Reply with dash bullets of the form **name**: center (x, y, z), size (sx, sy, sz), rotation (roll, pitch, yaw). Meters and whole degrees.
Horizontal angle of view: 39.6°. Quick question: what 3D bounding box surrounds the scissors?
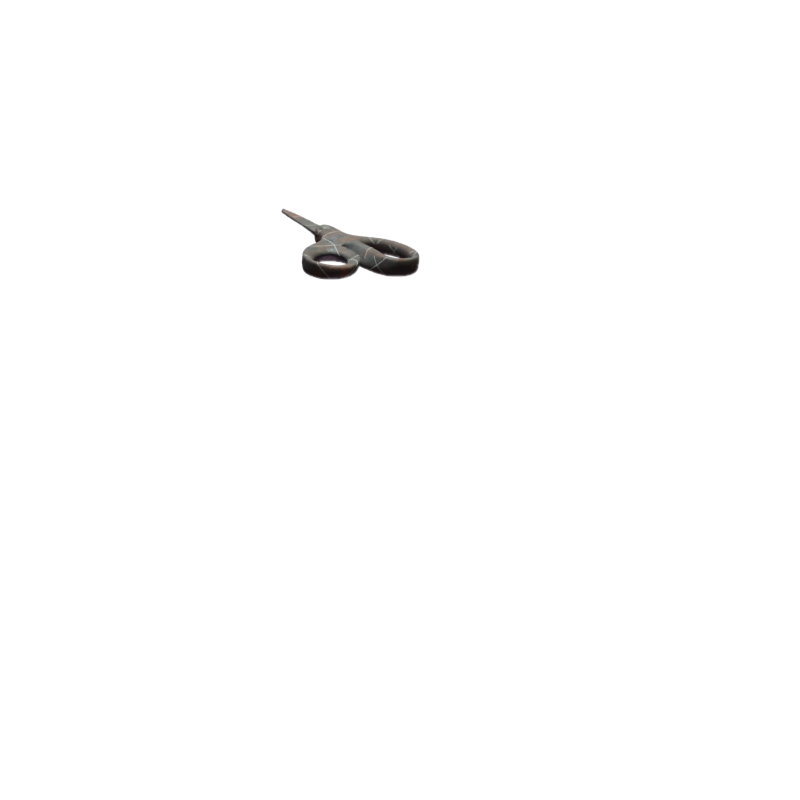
- **scissors**: center (-0.070, -0.127, 0.890), size (0.094, 0.015, 0.214), rotation (-17, 28, -36)
